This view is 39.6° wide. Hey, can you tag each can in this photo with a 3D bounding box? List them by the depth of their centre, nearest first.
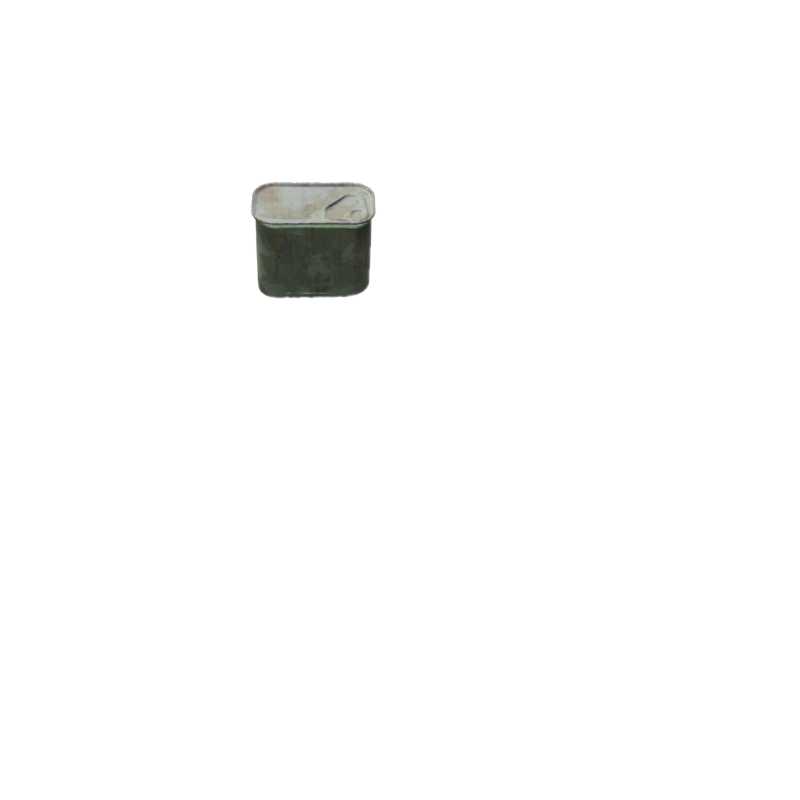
[{"bbox_3d":[-0.073,-0.134,0.936,0.102,0.078,0.062,0,42,-2],"label":"can"}]
